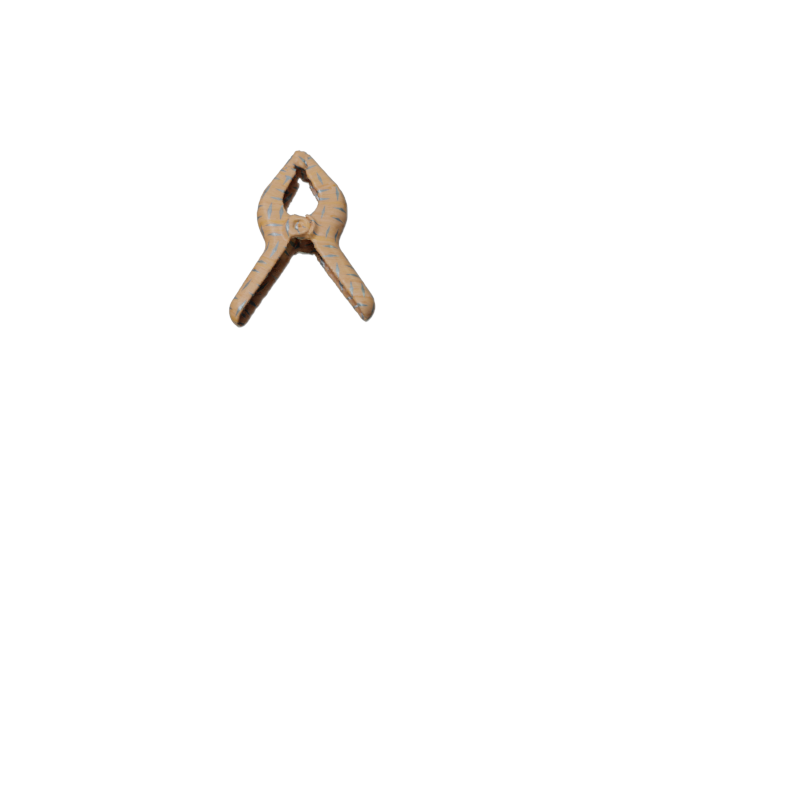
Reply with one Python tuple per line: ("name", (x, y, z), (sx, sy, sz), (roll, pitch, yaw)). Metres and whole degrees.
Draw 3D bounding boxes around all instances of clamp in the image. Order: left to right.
("clamp", (-0.074, -0.136, 0.950), (0.121, 0.180, 0.037), (6, -25, 3))
